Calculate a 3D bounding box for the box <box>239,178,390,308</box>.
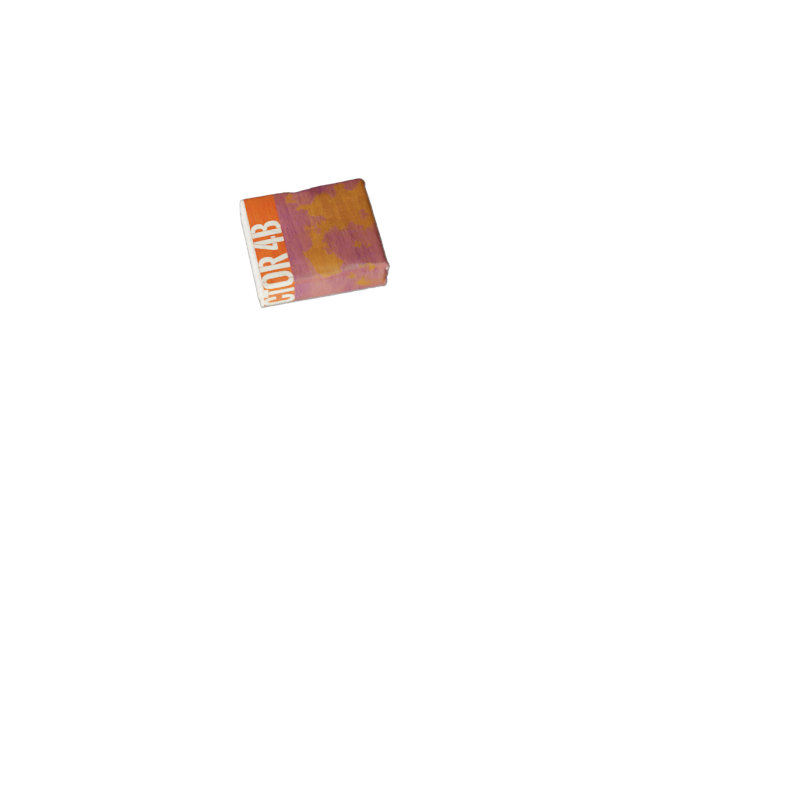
[{"bbox_3d":[-0.058,-0.107,0.747,0.089,0.078,0.028,-11,-29,-7],"label":"box"}]
